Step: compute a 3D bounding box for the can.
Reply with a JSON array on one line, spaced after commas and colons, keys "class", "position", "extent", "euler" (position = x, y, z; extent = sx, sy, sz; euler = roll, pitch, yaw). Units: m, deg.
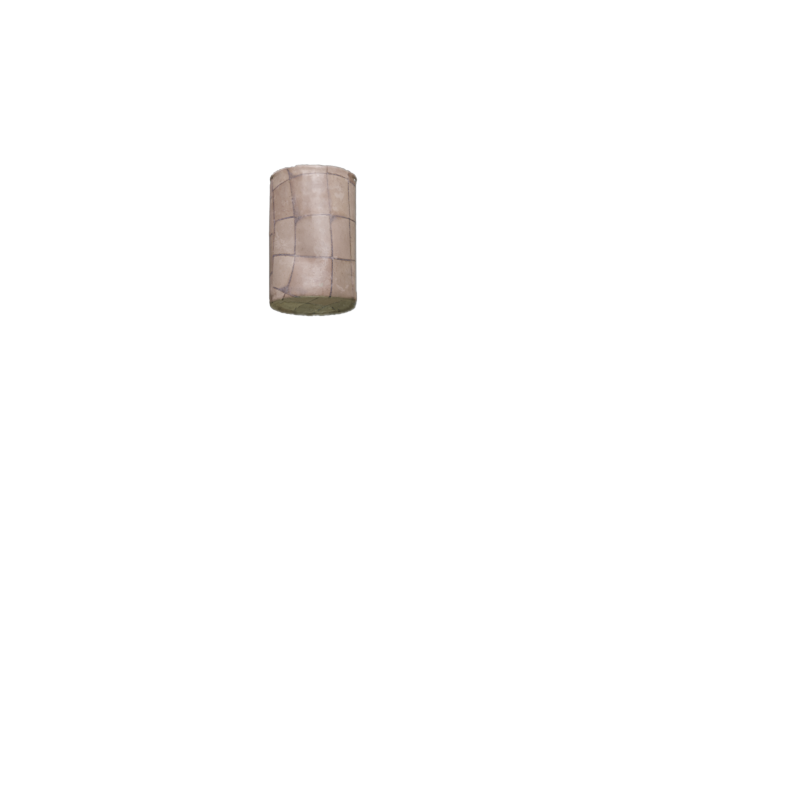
[{"class": "can", "position": [-0.066, -0.121, 0.844], "extent": [0.068, 0.106, 0.066], "euler": [0, -14, -2]}]
